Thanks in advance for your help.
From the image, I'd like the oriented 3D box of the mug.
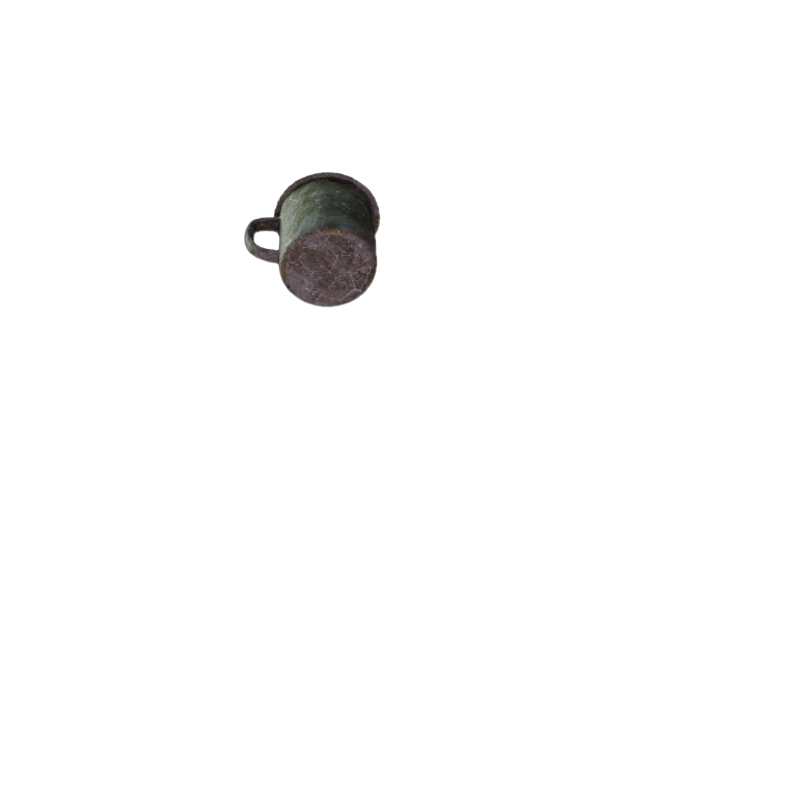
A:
[{"bbox_3d":[-0.073,-0.134,0.937,0.116,0.088,0.087,5,37,-5],"label":"mug"}]
